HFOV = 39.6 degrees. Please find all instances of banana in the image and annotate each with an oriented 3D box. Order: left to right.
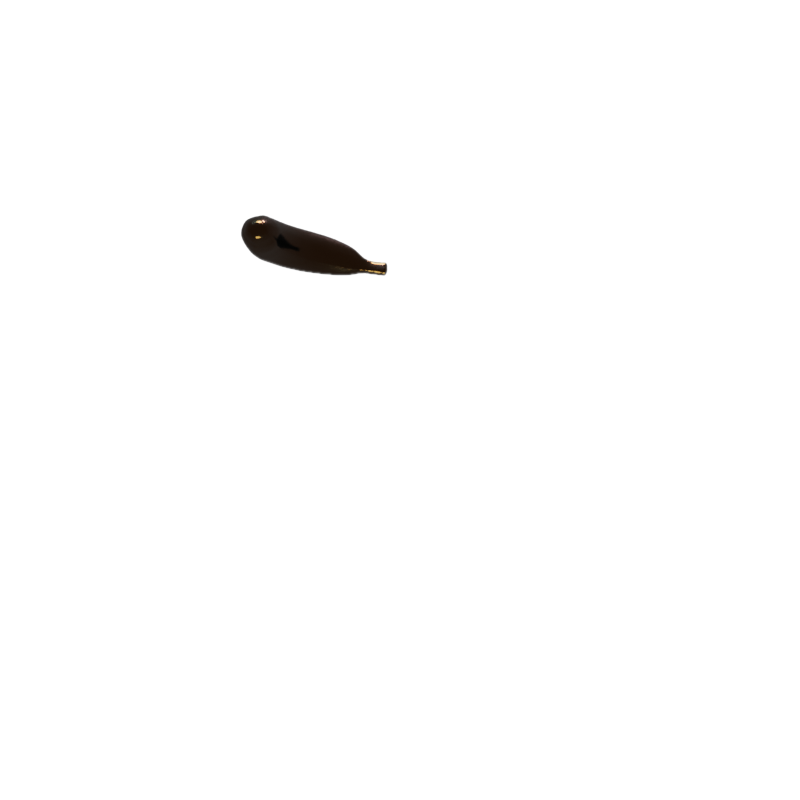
[{"bbox_3d":[-0.090,-0.139,0.995,0.072,0.037,0.188,-4,-5,34],"label":"banana"}]
